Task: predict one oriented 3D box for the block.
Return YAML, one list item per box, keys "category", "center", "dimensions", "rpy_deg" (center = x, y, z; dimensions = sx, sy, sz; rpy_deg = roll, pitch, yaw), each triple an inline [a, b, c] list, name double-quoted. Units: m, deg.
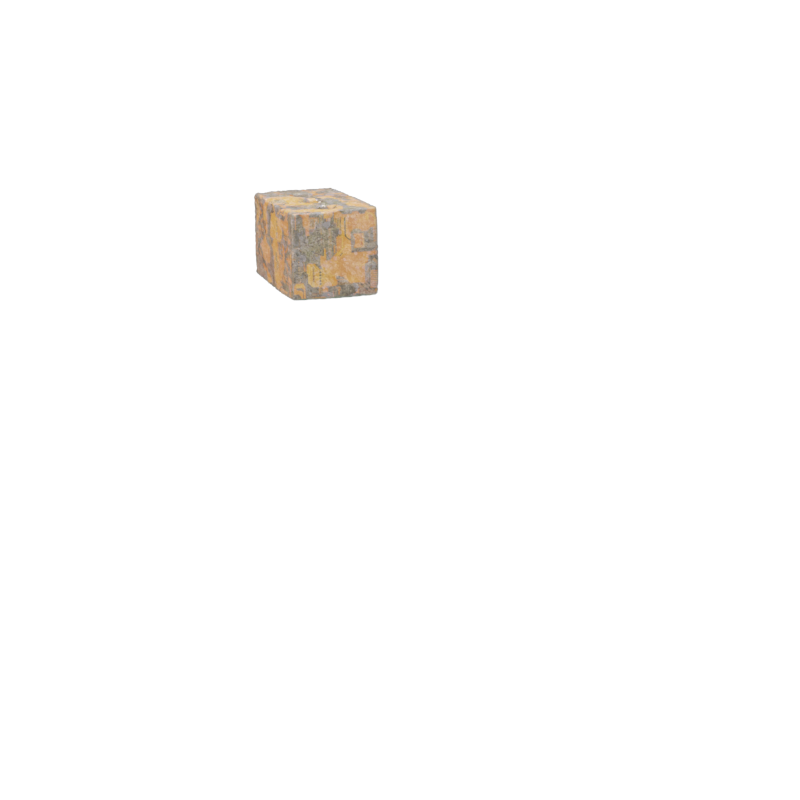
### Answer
- category: "block"
  center: [-0.051, -0.094, 0.657]
  dimensions: [0.052, 0.050, 0.082]
  rpy_deg: [-6, 18, -22]
